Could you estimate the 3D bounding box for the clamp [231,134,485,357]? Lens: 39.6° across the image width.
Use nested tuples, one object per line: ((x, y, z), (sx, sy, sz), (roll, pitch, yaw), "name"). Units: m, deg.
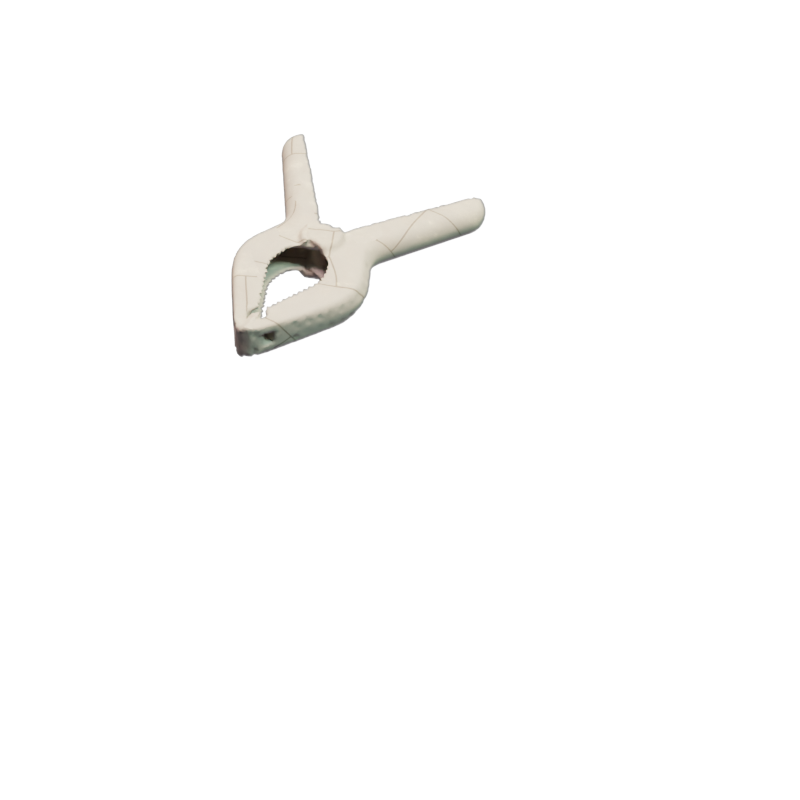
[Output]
((-0.061, -0.110, 0.774), (0.173, 0.034, 0.214), (27, 51, 23), "clamp")
